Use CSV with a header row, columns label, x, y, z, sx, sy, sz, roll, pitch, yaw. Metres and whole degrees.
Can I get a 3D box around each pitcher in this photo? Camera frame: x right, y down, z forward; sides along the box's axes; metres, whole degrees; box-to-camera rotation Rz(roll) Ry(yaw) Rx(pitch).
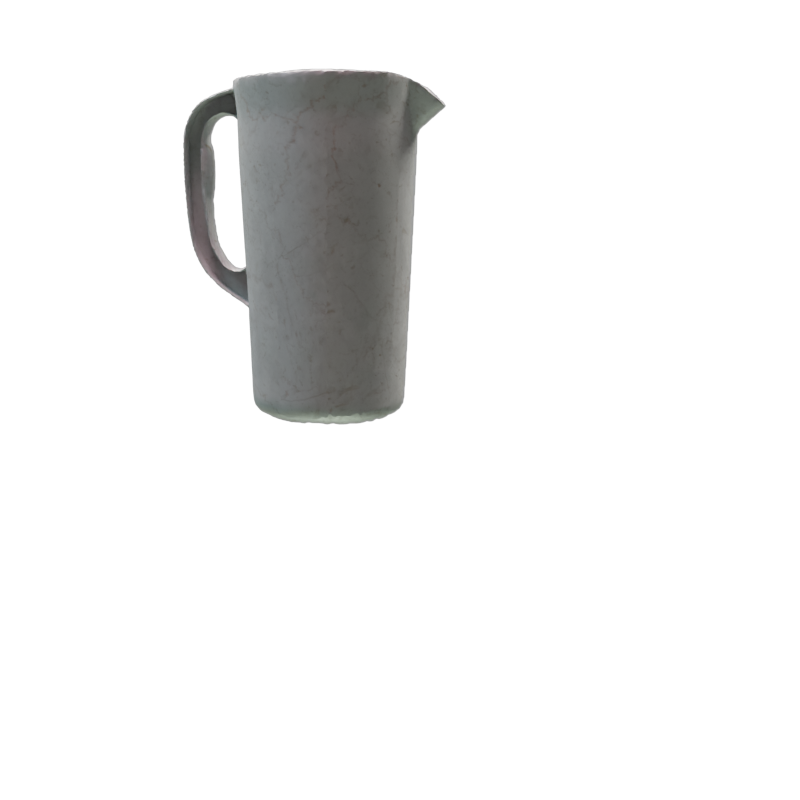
label,x,y,z,sx,sy,sz,roll,pitch,yaw
pitcher,-0.062,-0.113,0.789,0.140,0.241,0.156,-3,6,-34
